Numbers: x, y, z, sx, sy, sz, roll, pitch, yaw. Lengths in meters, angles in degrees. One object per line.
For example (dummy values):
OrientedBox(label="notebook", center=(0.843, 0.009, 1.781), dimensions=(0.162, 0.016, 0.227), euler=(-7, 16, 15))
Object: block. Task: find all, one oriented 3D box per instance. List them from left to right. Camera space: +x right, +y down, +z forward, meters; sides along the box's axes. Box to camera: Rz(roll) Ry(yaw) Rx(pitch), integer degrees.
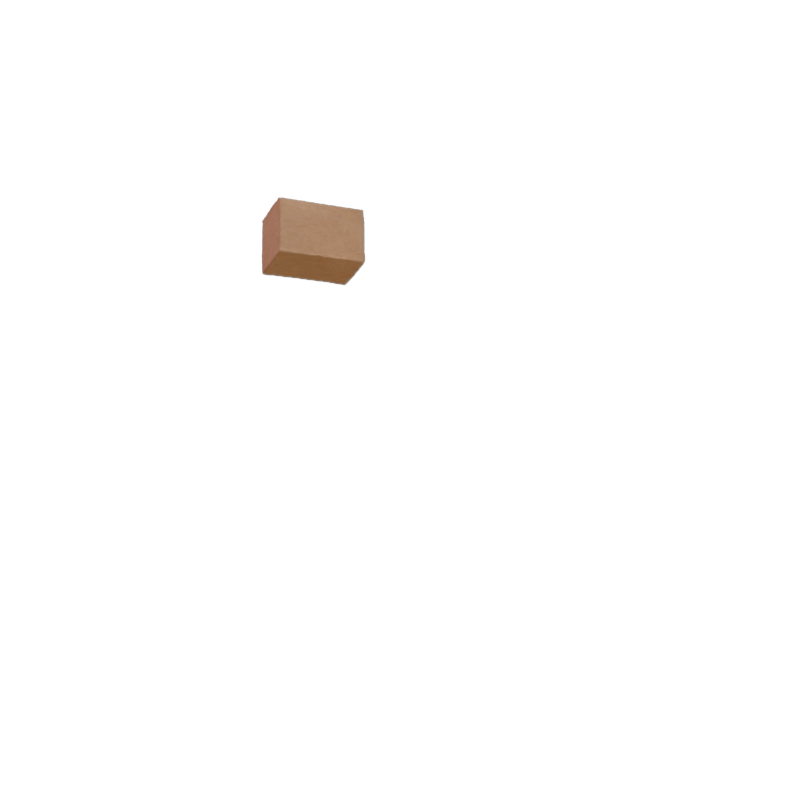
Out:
OrientedBox(label="block", center=(-0.074, -0.135, 0.946), dimensions=(0.076, 0.054, 0.052), euler=(7, -23, -19))
